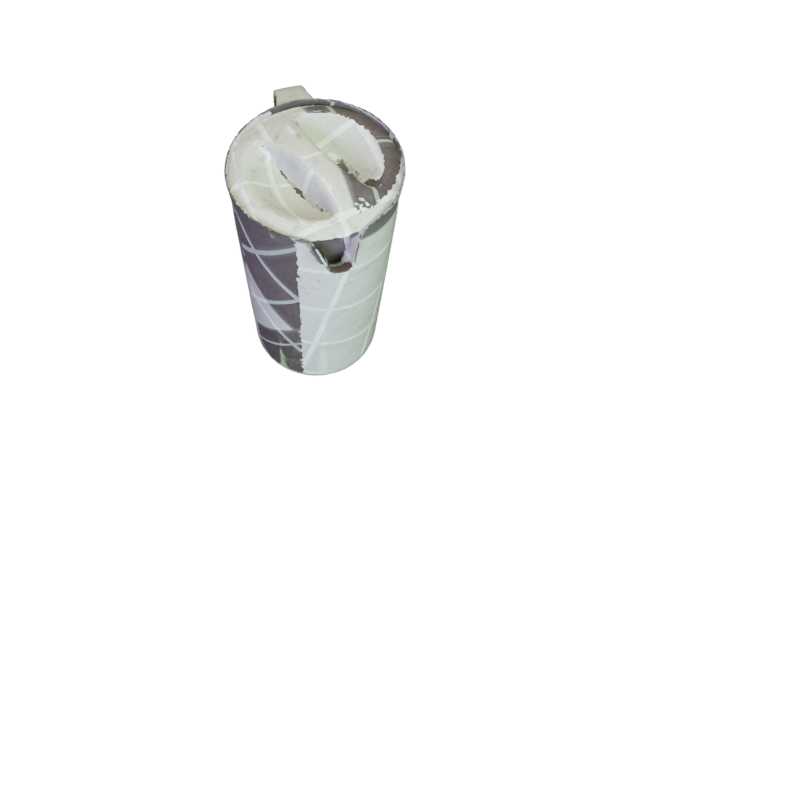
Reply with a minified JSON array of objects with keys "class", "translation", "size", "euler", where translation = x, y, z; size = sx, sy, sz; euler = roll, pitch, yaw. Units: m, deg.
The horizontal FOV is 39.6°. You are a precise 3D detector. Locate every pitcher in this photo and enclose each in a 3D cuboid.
[{"class":"pitcher","translation":[-0.071,-0.130,0.913],"size":[0.150,0.154,0.228],"euler":[27,-28,12]}]
